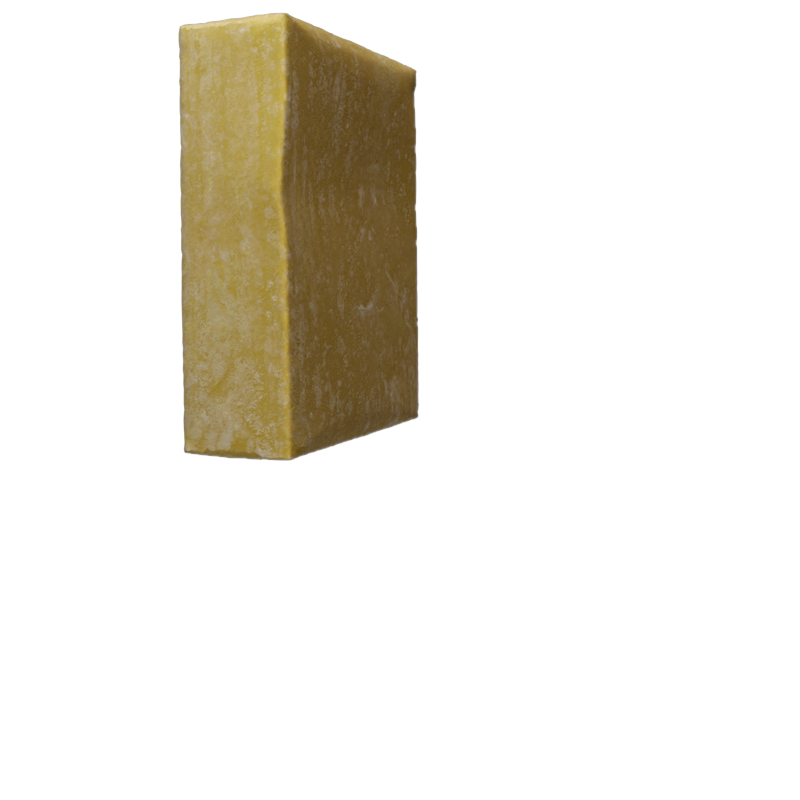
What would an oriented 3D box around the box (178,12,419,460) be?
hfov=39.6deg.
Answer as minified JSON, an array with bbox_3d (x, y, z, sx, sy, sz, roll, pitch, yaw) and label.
[{"bbox_3d":[-0.047,-0.086,0.602,0.074,0.214,0.159,-1,1,25],"label":"box"}]
